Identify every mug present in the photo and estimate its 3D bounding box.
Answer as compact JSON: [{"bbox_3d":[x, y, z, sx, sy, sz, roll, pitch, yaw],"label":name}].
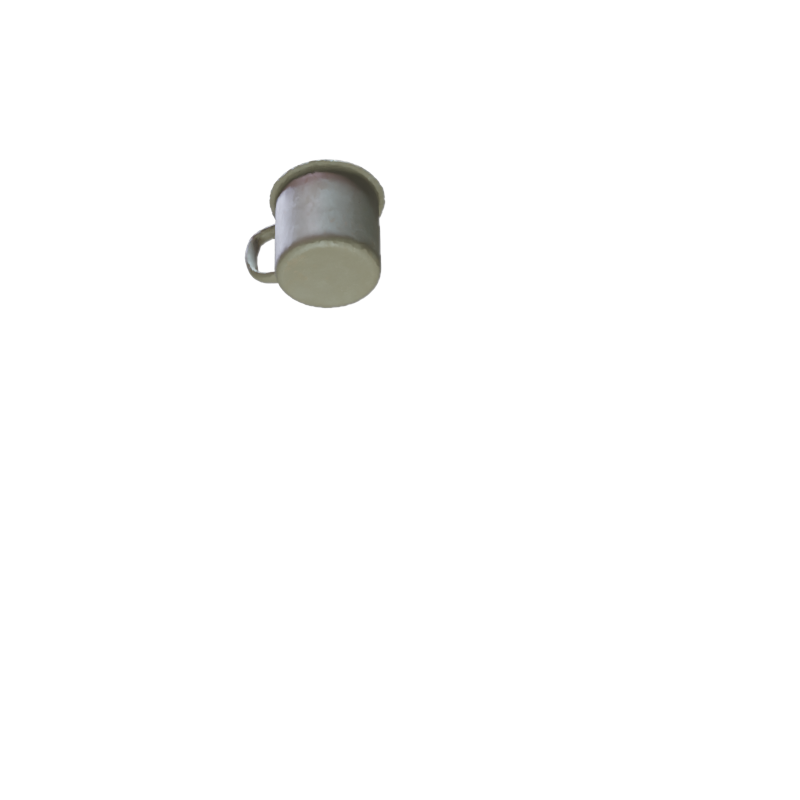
[{"bbox_3d":[-0.068,-0.124,0.866,0.118,0.087,0.086,-13,-40,15],"label":"mug"}]
